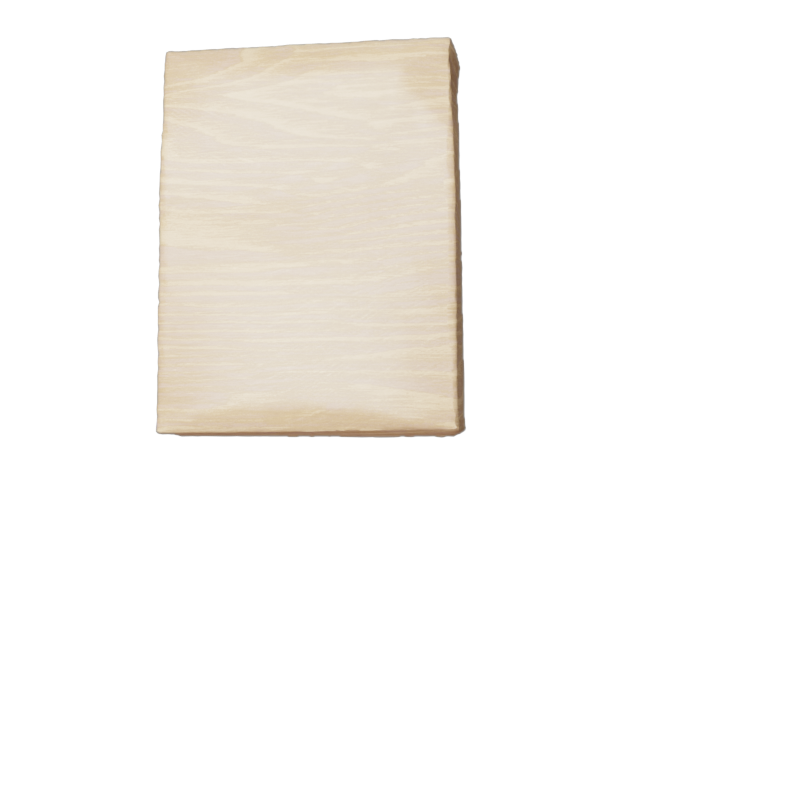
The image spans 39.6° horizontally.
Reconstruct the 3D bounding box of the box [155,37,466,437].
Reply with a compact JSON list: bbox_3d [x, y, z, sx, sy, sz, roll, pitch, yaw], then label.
[{"bbox_3d":[-0.048,-0.088,0.617,0.166,0.218,0.070,-1,-7,8],"label":"box"}]
